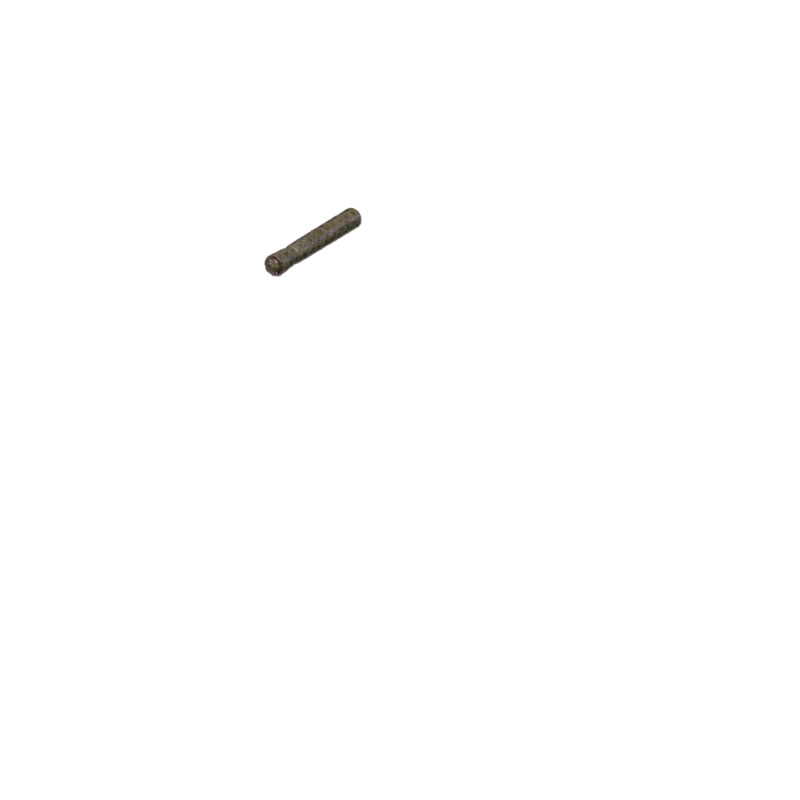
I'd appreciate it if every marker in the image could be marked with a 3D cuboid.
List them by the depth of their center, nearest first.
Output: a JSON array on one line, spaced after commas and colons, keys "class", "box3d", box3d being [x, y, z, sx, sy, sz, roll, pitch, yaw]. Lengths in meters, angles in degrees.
[{"class": "marker", "box3d": [-0.071, -0.130, 0.908, 0.020, 0.019, 0.122, 2, 28, 34]}]
